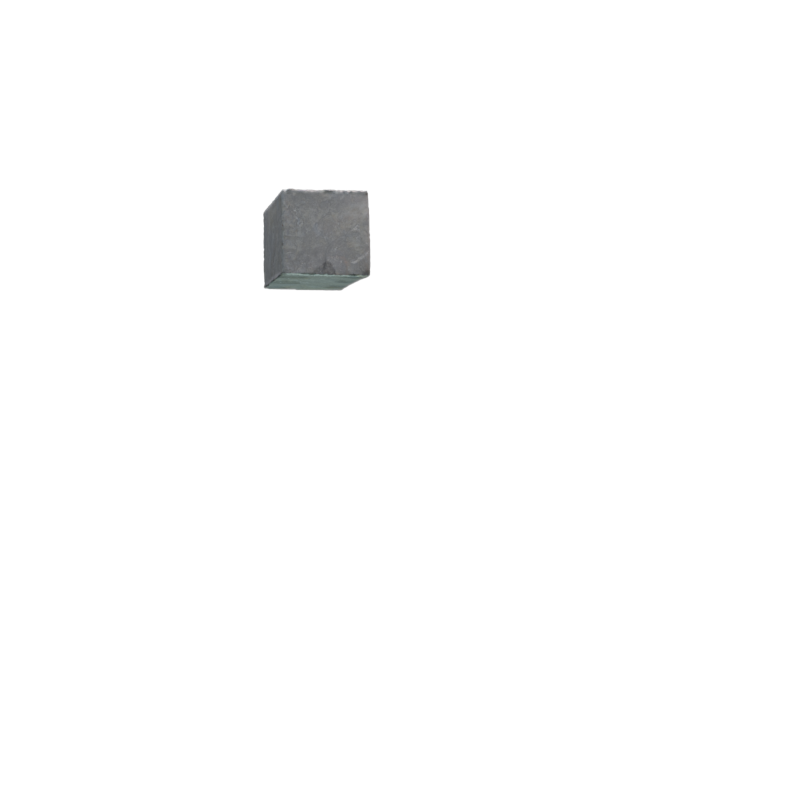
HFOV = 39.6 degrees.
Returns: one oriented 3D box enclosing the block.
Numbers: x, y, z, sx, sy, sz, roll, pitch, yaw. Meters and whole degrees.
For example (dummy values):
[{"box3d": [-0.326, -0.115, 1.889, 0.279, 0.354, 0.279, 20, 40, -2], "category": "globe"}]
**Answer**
[{"box3d": [-0.053, -0.096, 0.671, 0.052, 0.052, 0.078, 1, -3, -15], "category": "block"}]
